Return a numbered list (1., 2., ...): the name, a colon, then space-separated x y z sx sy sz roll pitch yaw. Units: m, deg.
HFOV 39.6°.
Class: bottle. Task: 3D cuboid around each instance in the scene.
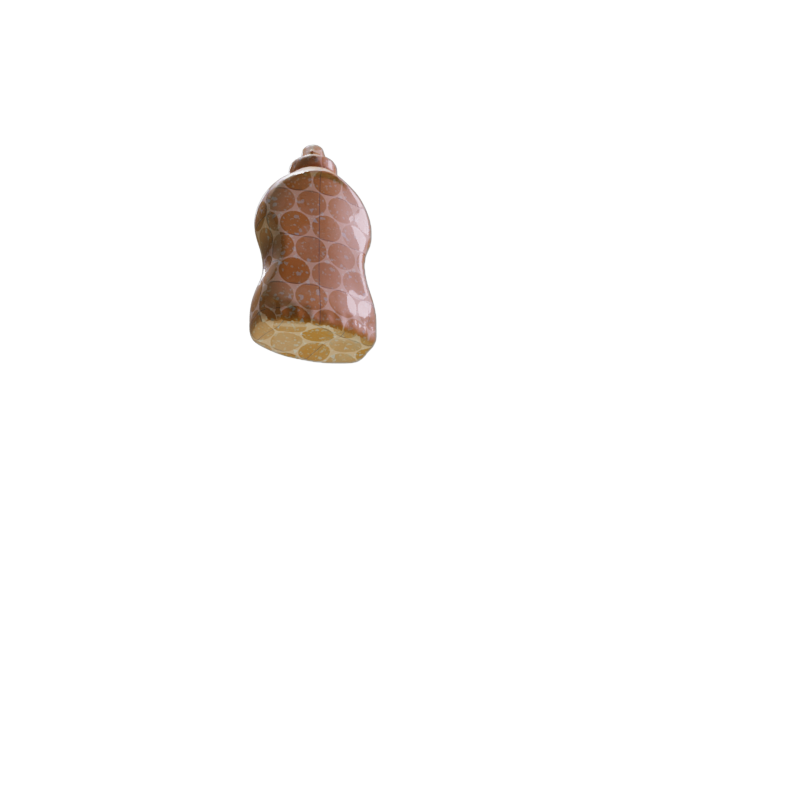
1. bottle: -0.070 -0.127 0.889 0.093 0.205 0.056 10 -34 -18
